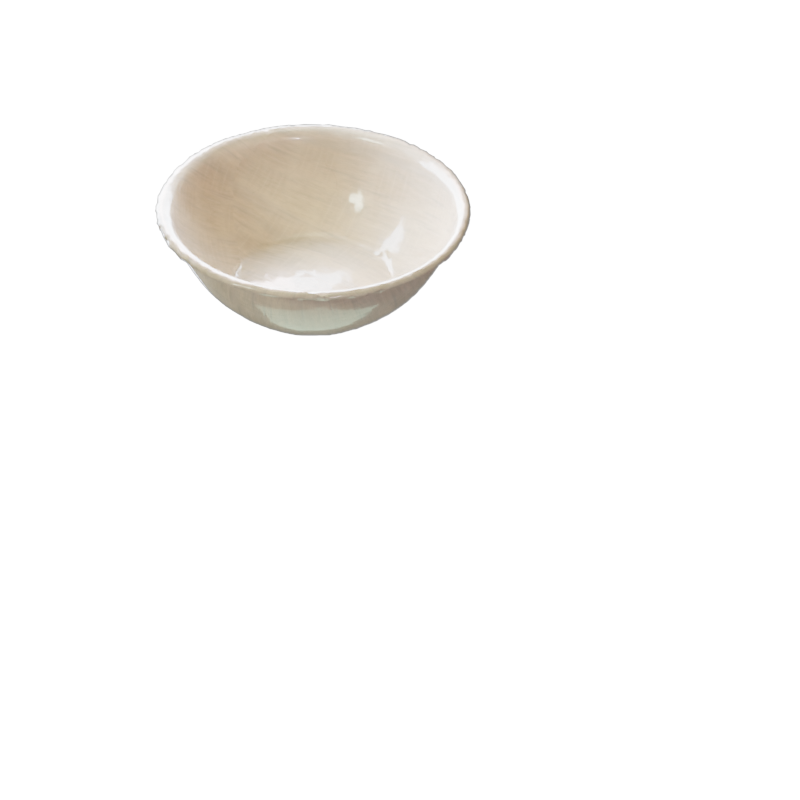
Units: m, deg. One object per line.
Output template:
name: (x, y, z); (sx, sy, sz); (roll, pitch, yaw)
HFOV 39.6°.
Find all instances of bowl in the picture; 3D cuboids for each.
bowl: (-0.046, -0.084, 0.585); (0.162, 0.051, 0.174); (-1, 40, -2)
